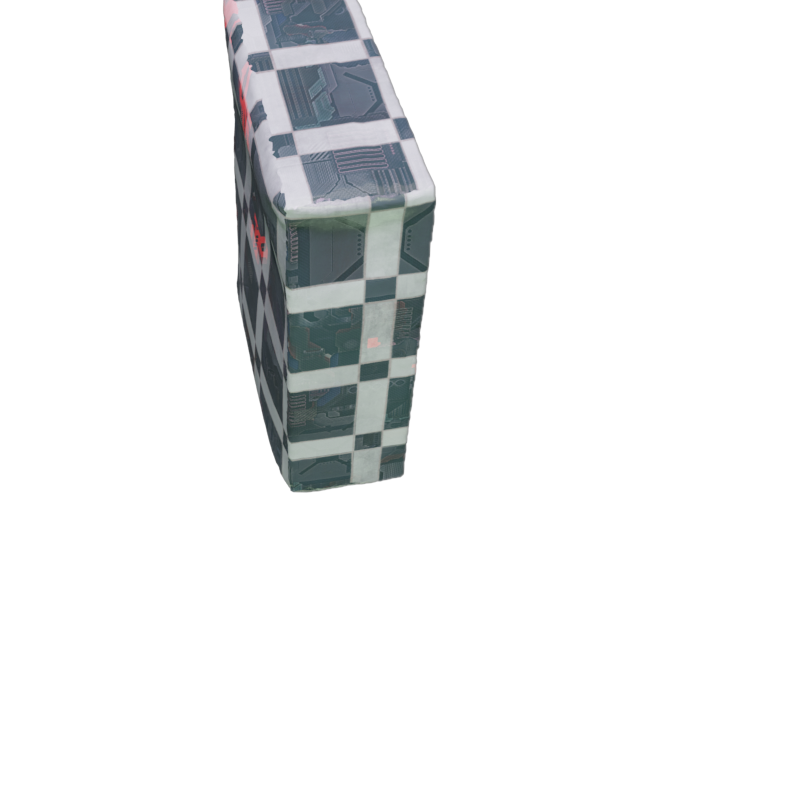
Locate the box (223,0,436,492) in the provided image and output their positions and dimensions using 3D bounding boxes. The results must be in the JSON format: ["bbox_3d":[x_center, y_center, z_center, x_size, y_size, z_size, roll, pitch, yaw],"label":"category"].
[{"bbox_3d":[-0.044,-0.080,0.562,0.071,0.177,0.199,-9,-39,-11],"label":"box"}]
